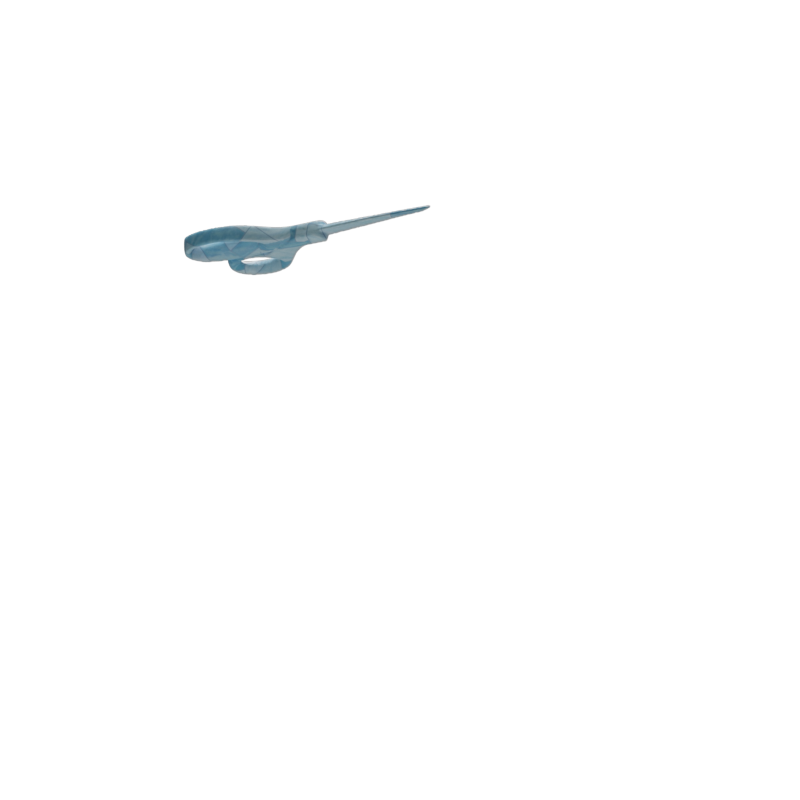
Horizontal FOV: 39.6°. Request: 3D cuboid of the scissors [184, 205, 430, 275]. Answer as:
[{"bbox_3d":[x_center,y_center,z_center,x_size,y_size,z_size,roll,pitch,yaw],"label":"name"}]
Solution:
[{"bbox_3d":[-0.067,-0.122,0.856,0.205,0.016,0.091,-3,-12,16],"label":"scissors"}]
